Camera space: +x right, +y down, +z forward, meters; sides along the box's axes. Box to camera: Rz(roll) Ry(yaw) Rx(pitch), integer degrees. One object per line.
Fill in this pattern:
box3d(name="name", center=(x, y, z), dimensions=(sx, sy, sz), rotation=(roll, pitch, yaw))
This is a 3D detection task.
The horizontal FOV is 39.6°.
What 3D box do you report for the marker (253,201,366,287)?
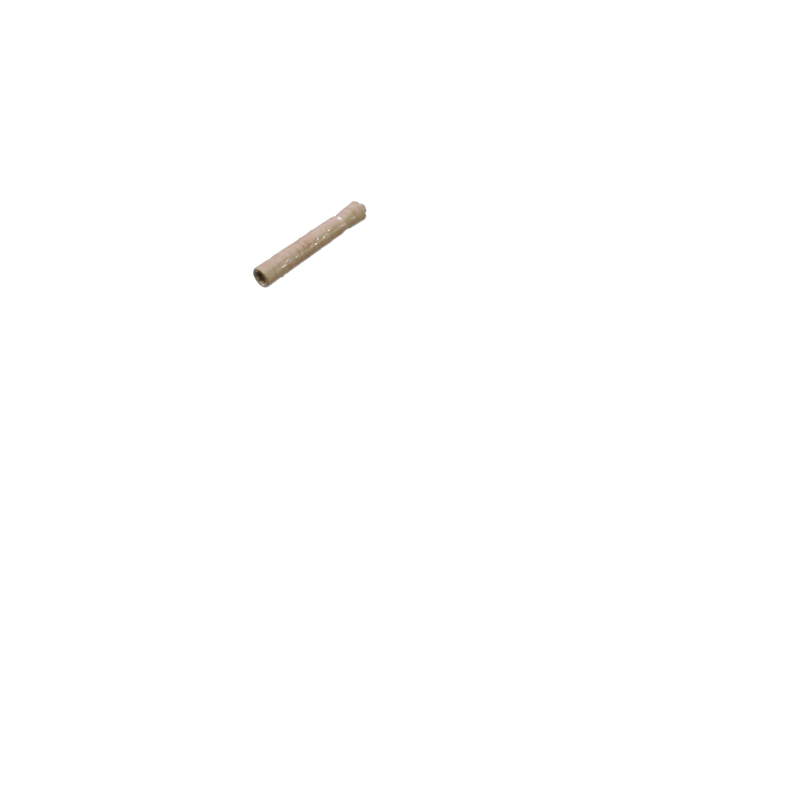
box3d(name="marker", center=(-0.073, -0.132, 0.927), dimensions=(0.122, 0.019, 0.021), rotation=(-40, 26, -30))
